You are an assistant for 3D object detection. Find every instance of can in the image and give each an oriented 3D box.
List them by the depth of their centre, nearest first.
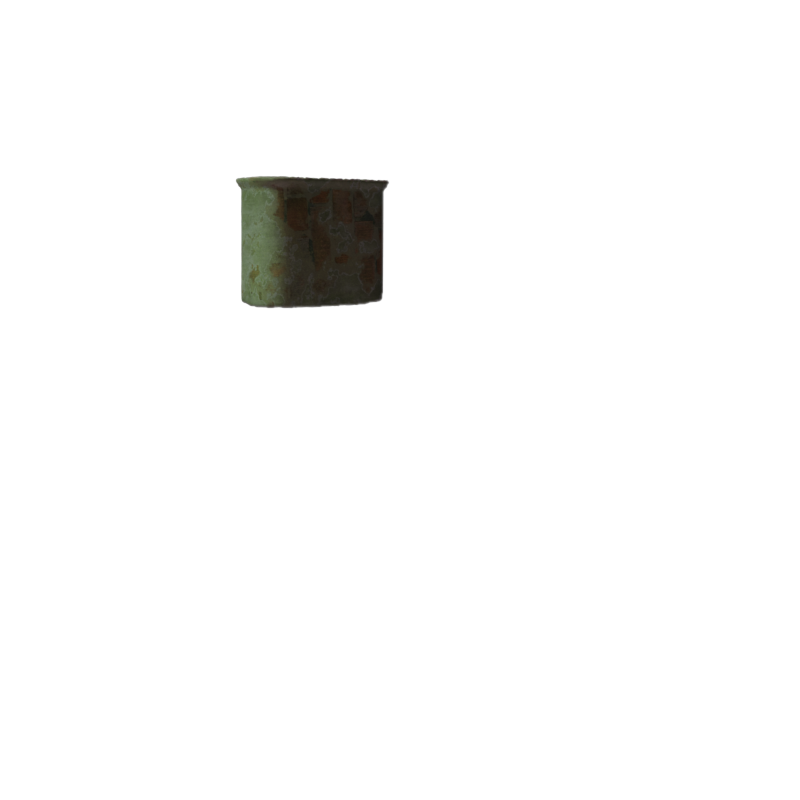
[{"bbox_3d":[-0.058,-0.106,0.740,0.098,0.083,0.060,-4,5,-35],"label":"can"}]
